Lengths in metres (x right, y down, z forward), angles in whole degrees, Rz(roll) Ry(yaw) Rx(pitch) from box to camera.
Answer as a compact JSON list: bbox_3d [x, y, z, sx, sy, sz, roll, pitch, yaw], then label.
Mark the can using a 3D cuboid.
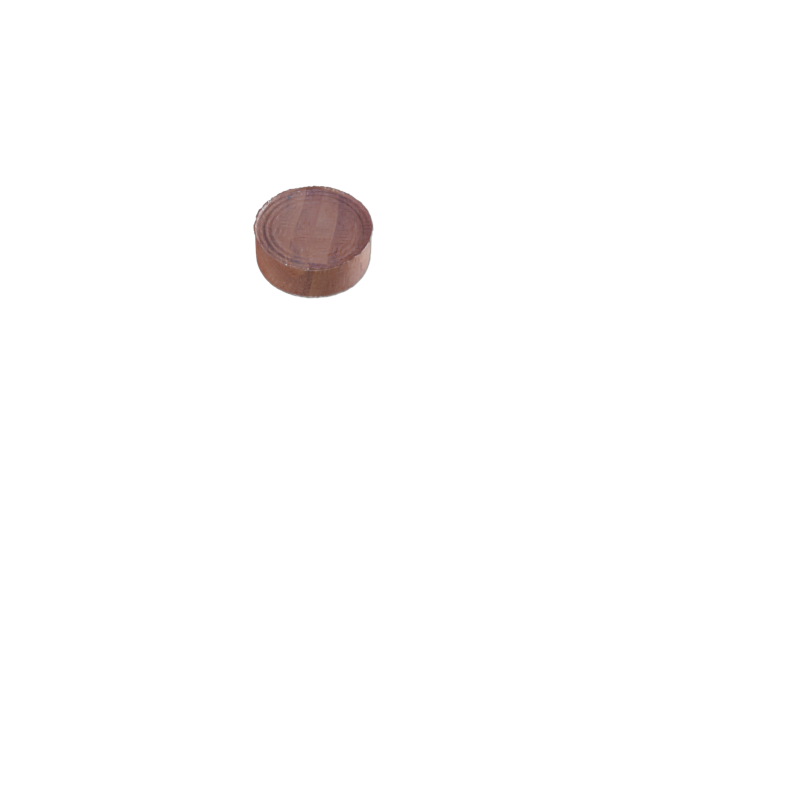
[{"bbox_3d":[-0.063,-0.115,0.804,0.086,0.092,0.031,-1,-41,-1],"label":"can"}]
